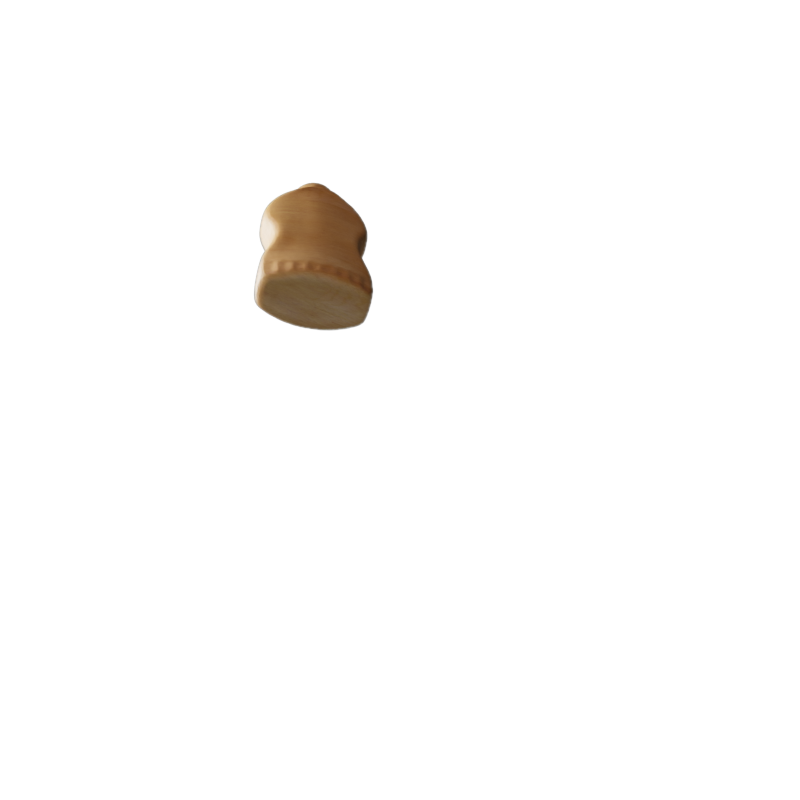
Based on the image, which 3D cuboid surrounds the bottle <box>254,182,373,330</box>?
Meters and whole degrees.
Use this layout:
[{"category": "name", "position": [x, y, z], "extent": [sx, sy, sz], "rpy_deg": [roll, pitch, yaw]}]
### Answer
[{"category": "bottle", "position": [-0.077, -0.139, 0.978], "extent": [0.095, 0.055, 0.205], "rpy_deg": [7, 36, -9]}]
